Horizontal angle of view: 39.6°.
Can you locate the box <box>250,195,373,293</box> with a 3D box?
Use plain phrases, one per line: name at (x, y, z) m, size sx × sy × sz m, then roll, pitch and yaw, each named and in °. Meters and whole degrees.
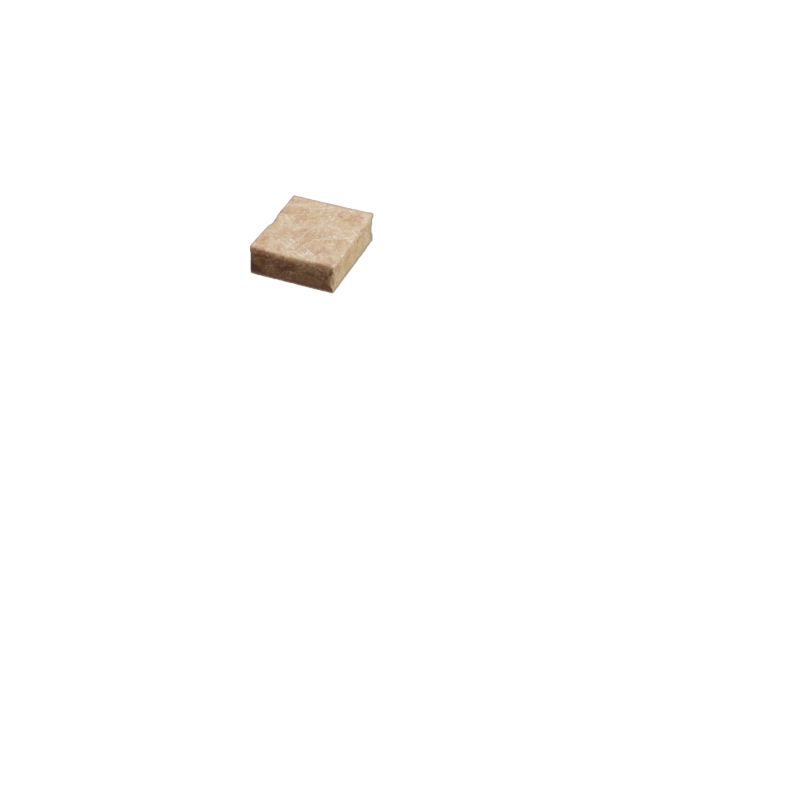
box at (-0.070, -0.128, 0.899) m, size 0.075 × 0.028 × 0.092 m, roll 14°, pitch 41°, yaw 17°
